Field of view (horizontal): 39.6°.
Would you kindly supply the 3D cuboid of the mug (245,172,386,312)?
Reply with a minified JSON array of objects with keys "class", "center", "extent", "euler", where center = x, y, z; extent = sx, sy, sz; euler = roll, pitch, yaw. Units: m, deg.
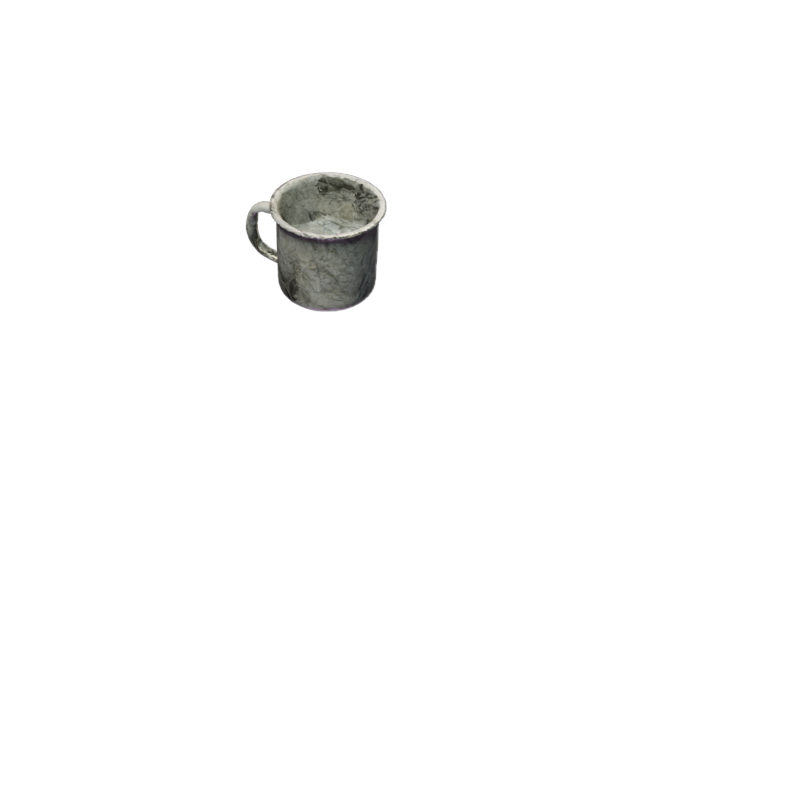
[{"class":"mug","center":[-0.070,-0.128,0.900],"extent":[0.120,0.076,0.097],"euler":[12,41,12]}]
